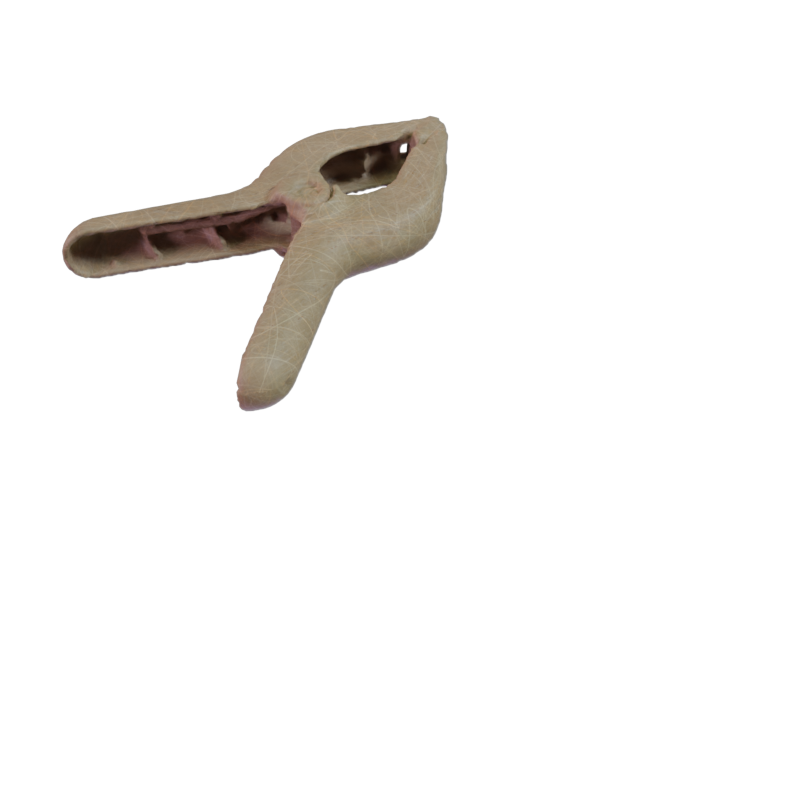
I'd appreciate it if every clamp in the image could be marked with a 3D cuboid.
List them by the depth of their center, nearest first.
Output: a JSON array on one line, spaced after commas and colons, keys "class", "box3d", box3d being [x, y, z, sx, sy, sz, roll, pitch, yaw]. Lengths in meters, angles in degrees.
[{"class": "clamp", "box3d": [-0.035, -0.063, 0.445, 0.171, 0.036, 0.129, -30, 56, -23]}]
